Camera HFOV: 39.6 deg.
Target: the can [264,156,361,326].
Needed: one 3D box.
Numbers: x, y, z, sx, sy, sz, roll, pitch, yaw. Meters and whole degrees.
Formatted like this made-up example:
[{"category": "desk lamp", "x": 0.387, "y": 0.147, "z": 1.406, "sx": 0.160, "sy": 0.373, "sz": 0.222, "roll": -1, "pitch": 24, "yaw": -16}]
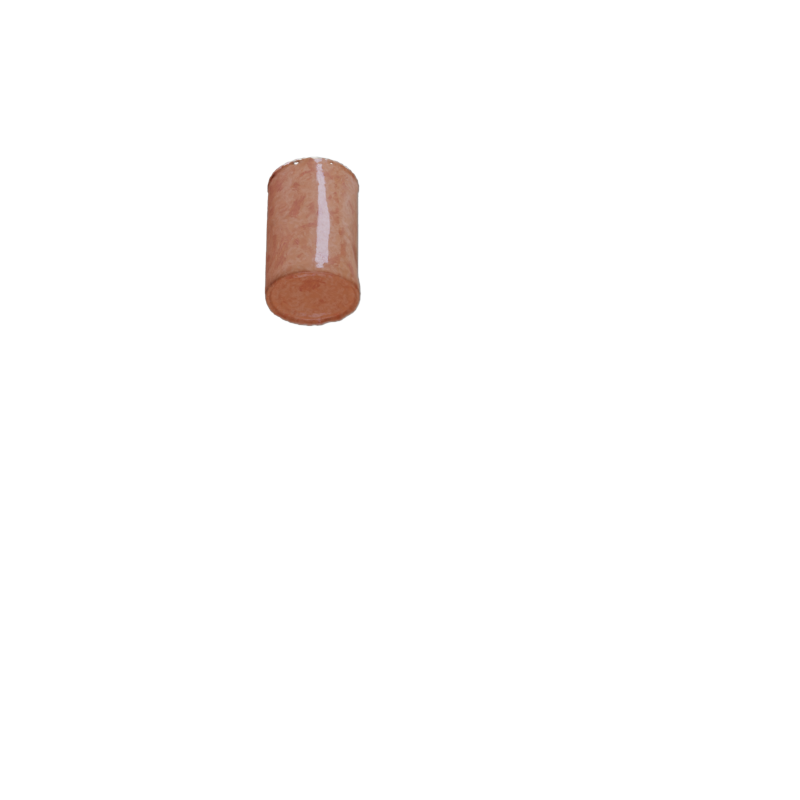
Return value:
[{"category": "can", "x": -0.062, "y": -0.112, "z": 0.786, "sx": 0.068, "sy": 0.109, "sz": 0.064, "roll": -1, "pitch": -35, "yaw": -2}]
